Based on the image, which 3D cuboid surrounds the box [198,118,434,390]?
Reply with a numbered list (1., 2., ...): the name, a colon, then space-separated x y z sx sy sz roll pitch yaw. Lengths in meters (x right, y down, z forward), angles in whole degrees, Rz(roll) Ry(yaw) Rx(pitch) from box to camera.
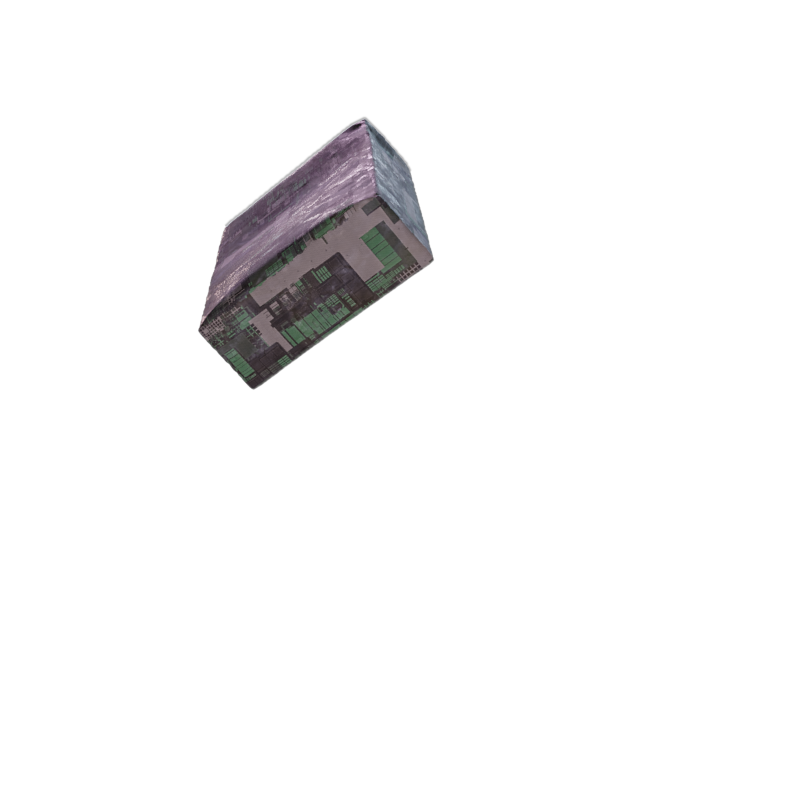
1. box: -0.067 -0.123 0.861 0.163 0.068 0.226 -35 24 13
